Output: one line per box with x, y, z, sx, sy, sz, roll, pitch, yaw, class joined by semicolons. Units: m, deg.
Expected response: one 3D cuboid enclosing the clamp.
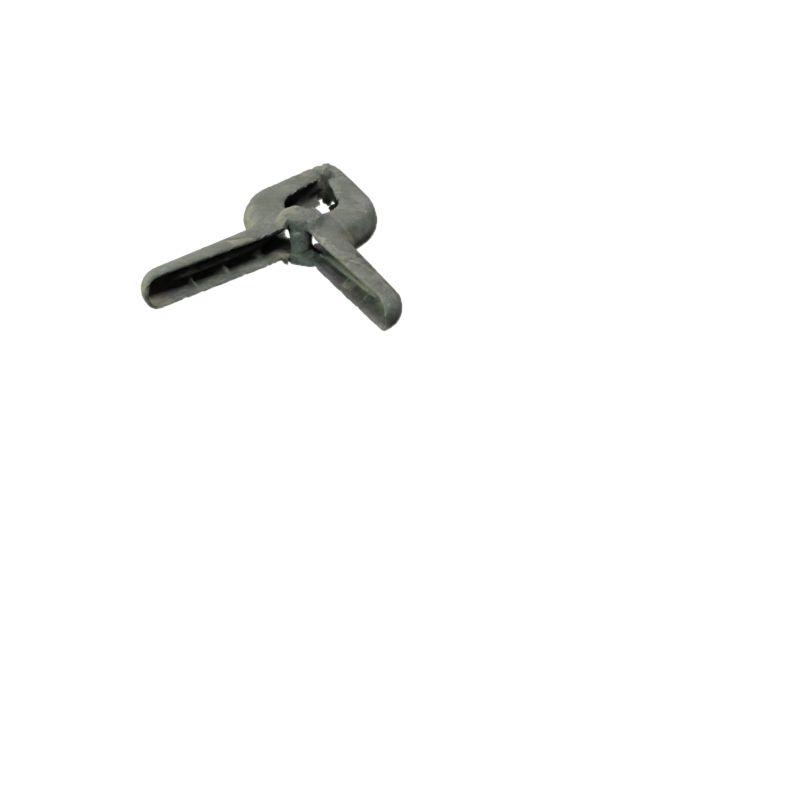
-0.059;-0.108;0.756;0.169;0.034;0.218;9;34;14;clamp
